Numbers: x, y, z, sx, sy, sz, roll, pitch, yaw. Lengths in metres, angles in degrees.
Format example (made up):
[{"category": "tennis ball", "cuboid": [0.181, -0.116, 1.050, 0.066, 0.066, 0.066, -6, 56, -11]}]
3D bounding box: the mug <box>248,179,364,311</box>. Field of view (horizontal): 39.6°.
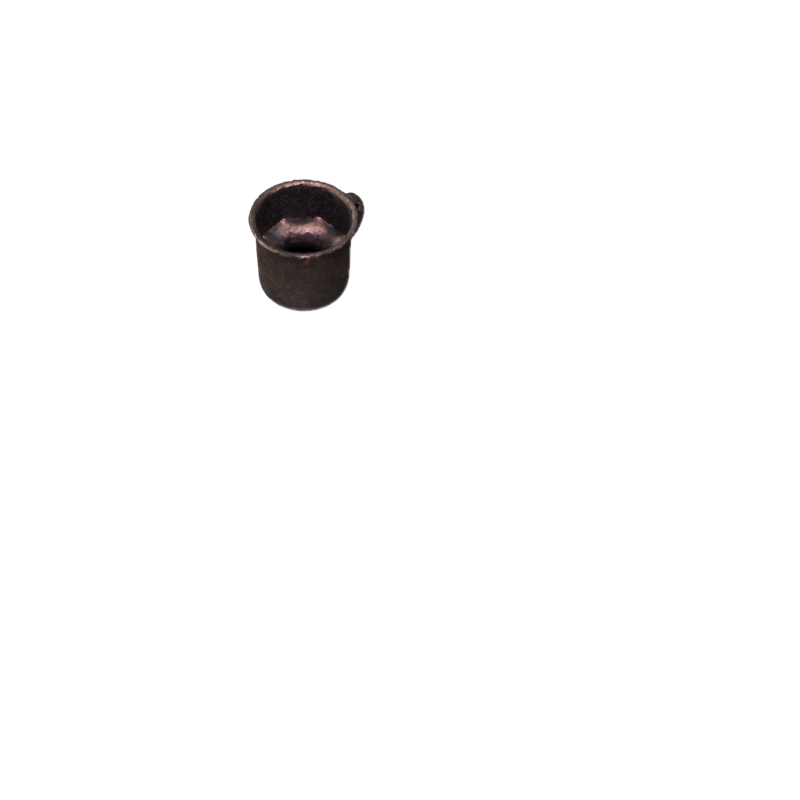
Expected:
[{"category": "mug", "cuboid": [-0.076, -0.139, 0.972, 0.099, 0.076, 0.118, 35, 58, 24]}]
